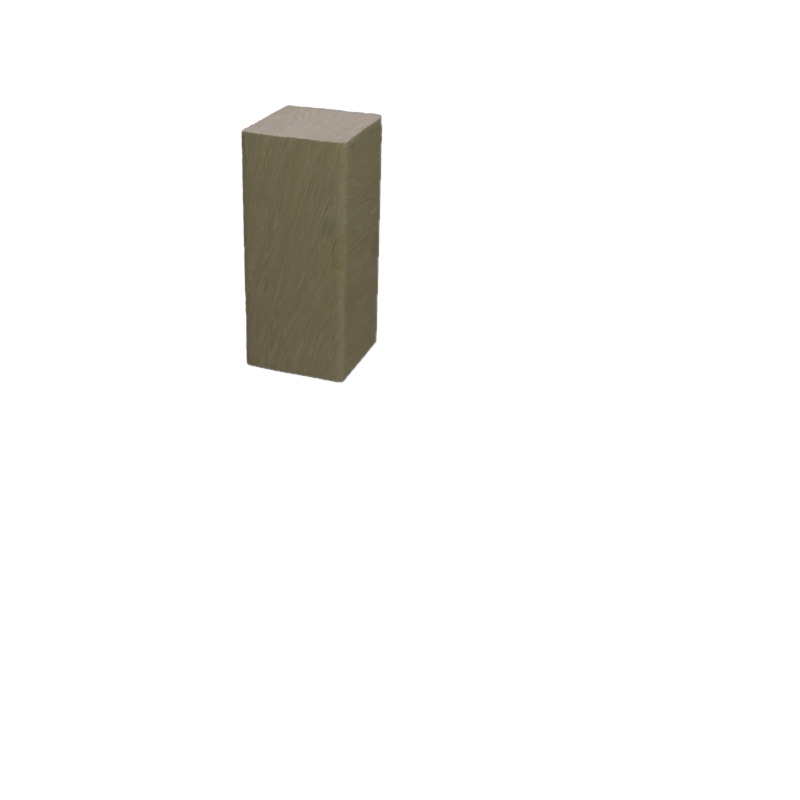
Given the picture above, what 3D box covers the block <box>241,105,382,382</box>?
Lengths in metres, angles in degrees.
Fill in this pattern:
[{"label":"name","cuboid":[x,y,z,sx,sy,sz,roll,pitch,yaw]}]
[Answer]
[{"label":"block","cuboid":[-0.072,-0.132,0.924,0.093,0.196,0.092,10,25,18]}]
